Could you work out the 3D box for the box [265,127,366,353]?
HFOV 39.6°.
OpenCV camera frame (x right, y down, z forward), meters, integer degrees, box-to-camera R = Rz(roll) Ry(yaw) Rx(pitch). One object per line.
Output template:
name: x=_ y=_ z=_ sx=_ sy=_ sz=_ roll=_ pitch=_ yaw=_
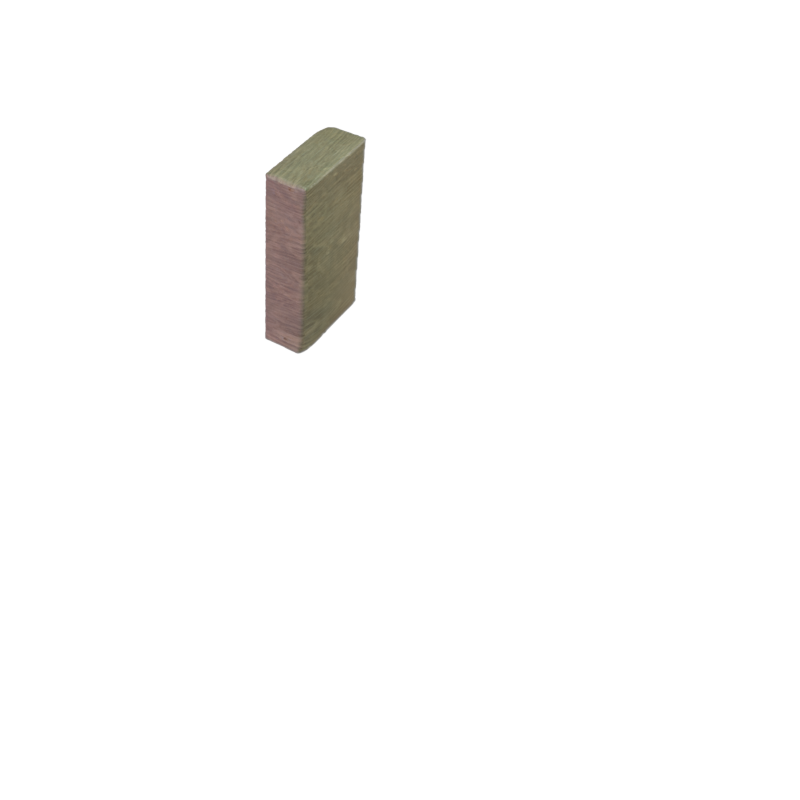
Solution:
box: x=-0.073 y=-0.133 z=0.932 sx=0.050 sy=0.165 sz=0.095 roll=22 pitch=43 yaw=21
